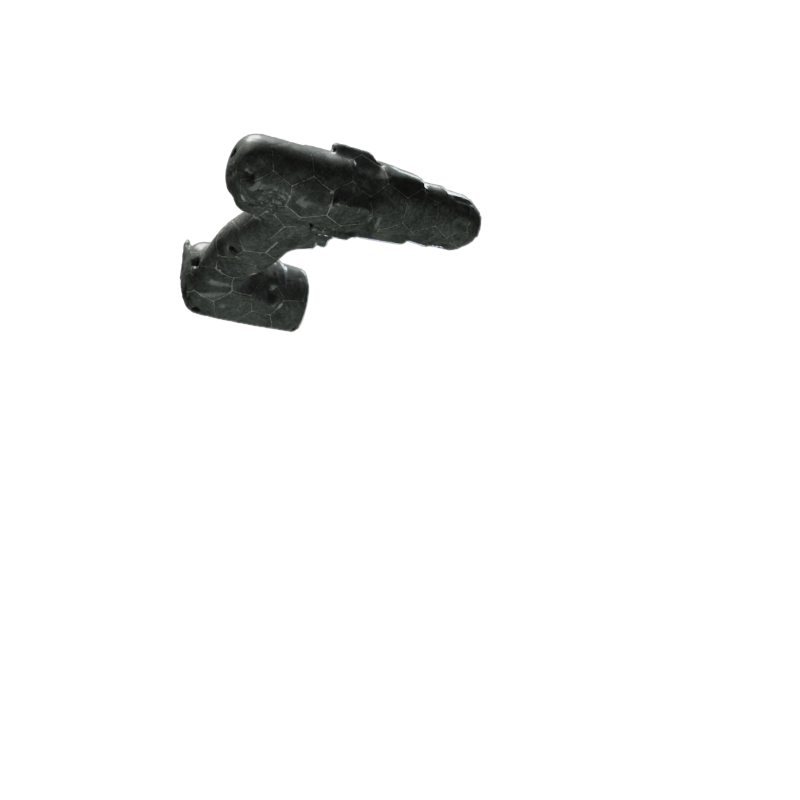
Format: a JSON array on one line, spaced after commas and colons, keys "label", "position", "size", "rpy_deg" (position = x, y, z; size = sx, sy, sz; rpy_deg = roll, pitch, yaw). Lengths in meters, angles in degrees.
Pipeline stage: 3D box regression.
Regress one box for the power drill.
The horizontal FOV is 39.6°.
[{"label": "power drill", "position": [-0.061, -0.112, 0.784], "size": [0.177, 0.061, 0.184], "rpy_deg": [14, -29, -26]}]
